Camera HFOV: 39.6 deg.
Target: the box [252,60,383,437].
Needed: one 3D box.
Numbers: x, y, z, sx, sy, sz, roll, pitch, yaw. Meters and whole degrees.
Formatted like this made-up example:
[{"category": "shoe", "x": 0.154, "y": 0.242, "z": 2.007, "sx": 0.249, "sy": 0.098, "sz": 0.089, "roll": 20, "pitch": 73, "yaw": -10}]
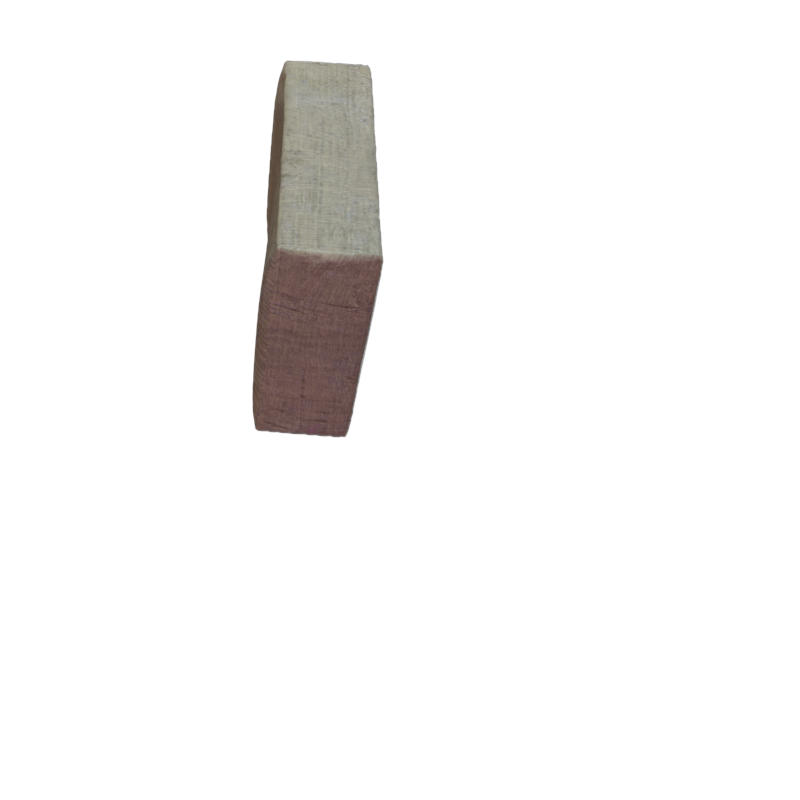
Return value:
[{"category": "box", "x": -0.060, "y": -0.109, "z": 0.766, "sx": 0.071, "sy": 0.154, "sz": 0.230, "roll": 4, "pitch": 44, "yaw": -8}]
